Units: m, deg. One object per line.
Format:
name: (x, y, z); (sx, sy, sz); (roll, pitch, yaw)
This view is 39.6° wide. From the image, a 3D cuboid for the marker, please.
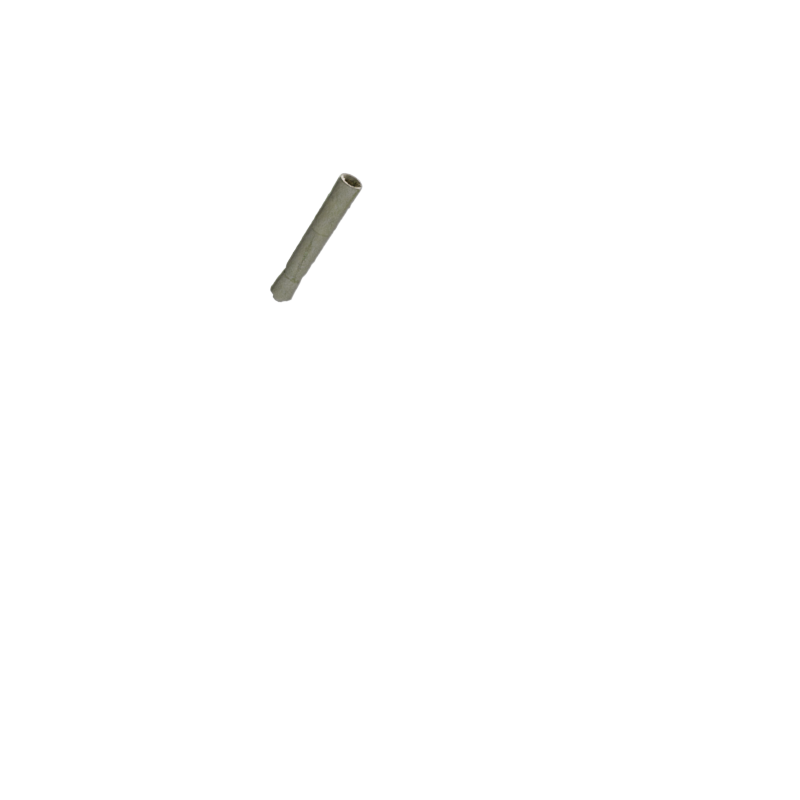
marker: (-0.065, -0.118, 0.830); (0.019, 0.117, 0.021); (24, 34, -20)
